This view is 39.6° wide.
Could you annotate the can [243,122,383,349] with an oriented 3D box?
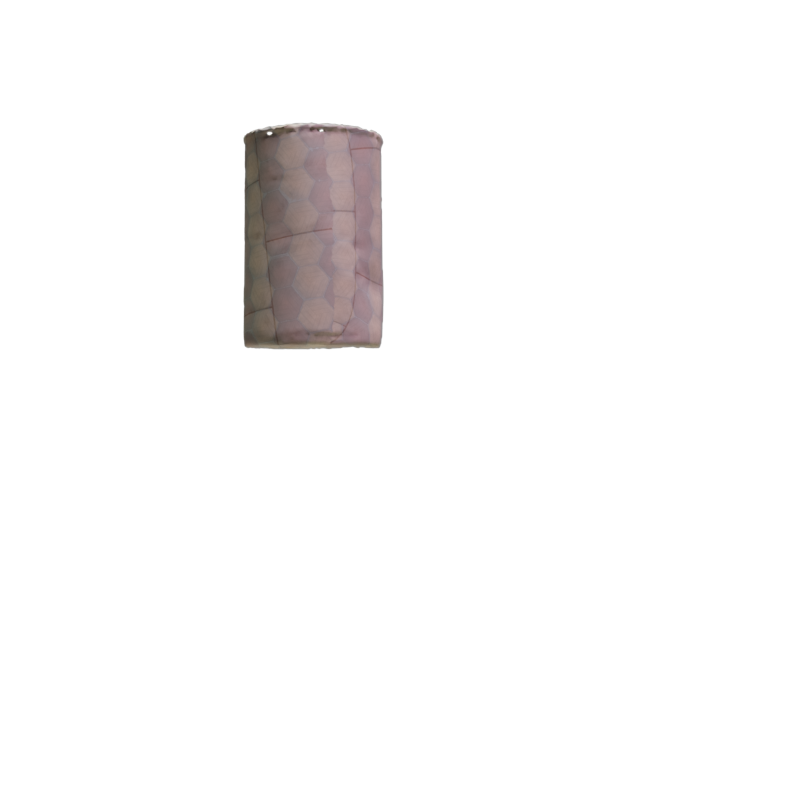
[{"bbox_3d":[-0.042,-0.076,0.534,0.068,0.104,0.068,0,-4,-2],"label":"can"}]
